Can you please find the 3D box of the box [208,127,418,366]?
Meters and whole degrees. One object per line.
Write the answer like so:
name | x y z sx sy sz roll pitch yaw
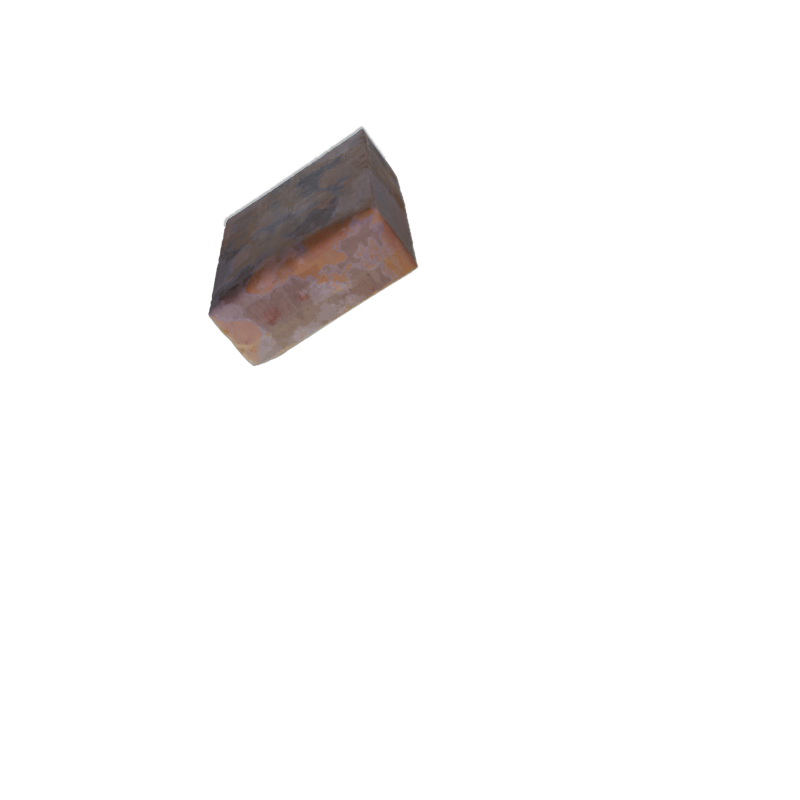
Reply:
box | -0.076 -0.139 0.973 0.164 0.068 0.226 -31 26 12
